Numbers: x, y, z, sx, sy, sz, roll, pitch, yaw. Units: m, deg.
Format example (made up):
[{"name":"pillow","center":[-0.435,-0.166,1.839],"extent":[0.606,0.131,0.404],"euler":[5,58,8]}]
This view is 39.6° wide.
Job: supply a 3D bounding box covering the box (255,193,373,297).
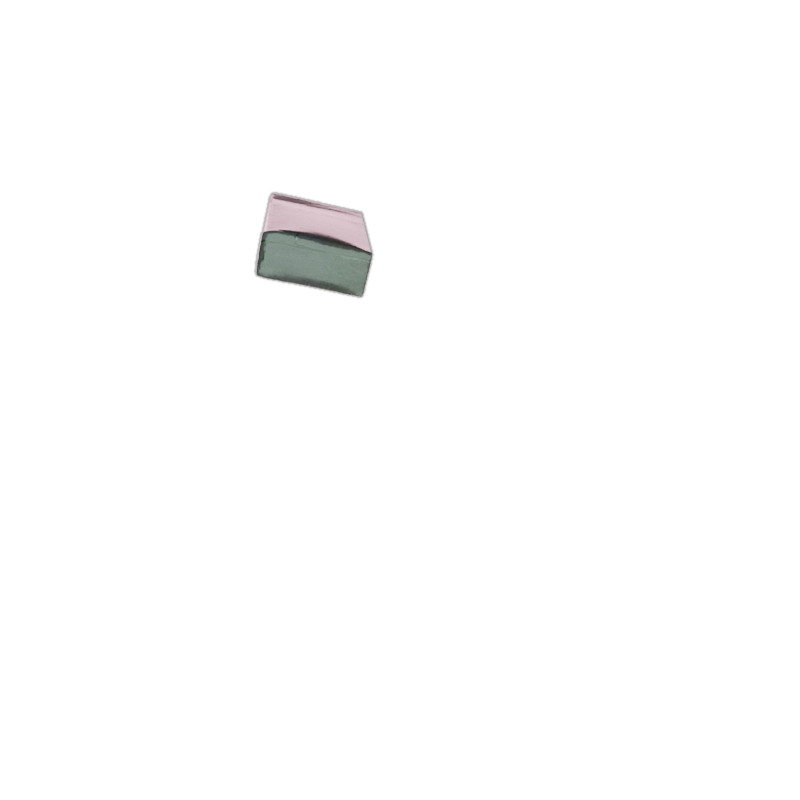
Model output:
[{"name":"box","center":[-0.077,-0.140,0.985],"extent":[0.093,0.047,0.182],"euler":[11,16,-7]}]
